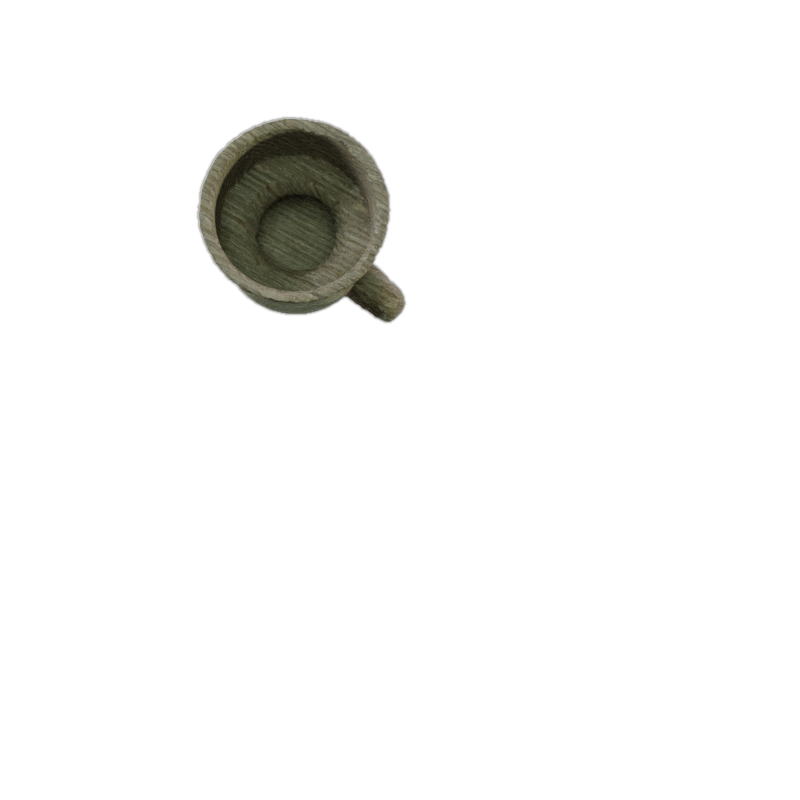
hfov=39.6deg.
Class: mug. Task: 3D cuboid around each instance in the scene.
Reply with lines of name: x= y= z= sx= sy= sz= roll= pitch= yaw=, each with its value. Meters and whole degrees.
mug: x=-0.045 y=-0.082 z=0.576 sx=0.119 sy=0.094 sz=0.079 roll=38 pitch=-8 yaw=5
